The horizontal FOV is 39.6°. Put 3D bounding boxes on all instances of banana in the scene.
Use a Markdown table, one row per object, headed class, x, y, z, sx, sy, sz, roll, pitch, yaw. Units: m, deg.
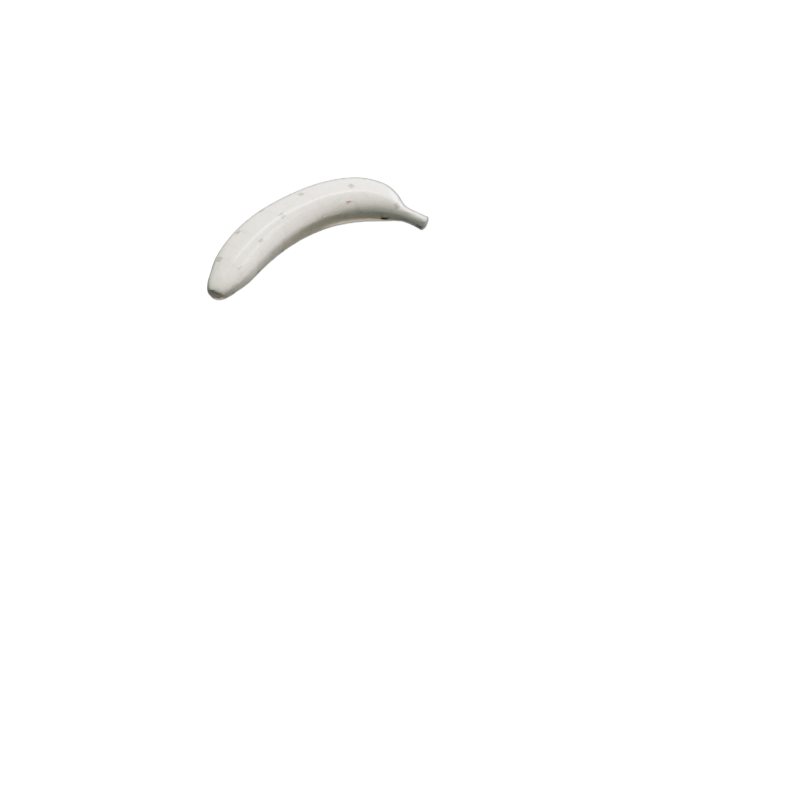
| class | x | y | z | sx | sy | sz | roll | pitch | yaw |
| --- | --- | --- | --- | --- | --- | --- | --- | --- | --- |
| banana | -0.075 | -0.138 | 0.887 | 0.196 | 0.034 | 0.075 | -24 | 50 | -22 |
